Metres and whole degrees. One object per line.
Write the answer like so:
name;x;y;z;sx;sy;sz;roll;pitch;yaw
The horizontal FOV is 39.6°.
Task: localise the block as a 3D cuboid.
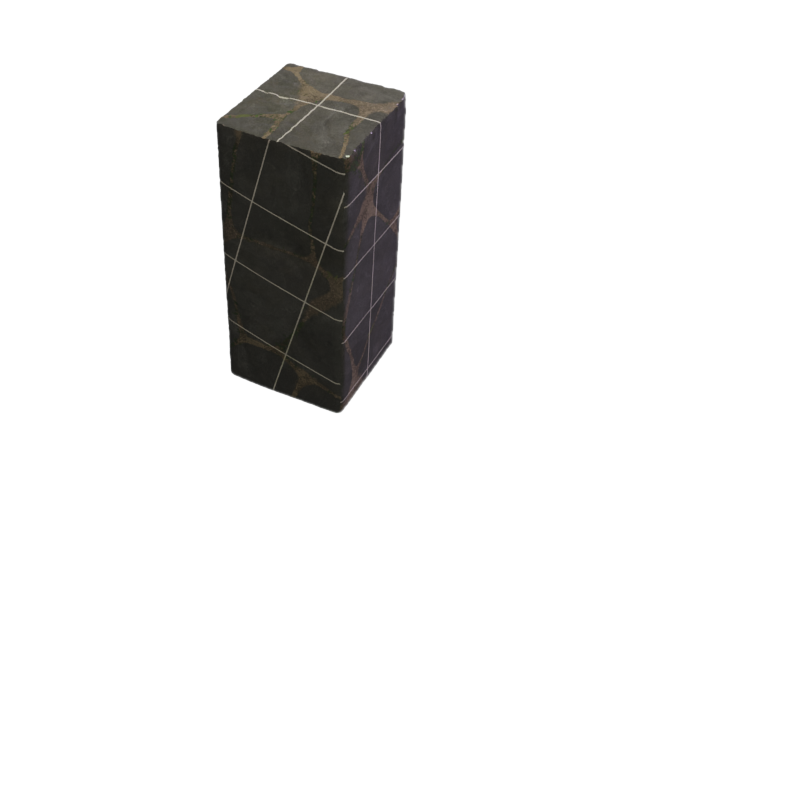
block;-0.057;-0.105;0.738;0.094;0.192;0.093;19;42;19
